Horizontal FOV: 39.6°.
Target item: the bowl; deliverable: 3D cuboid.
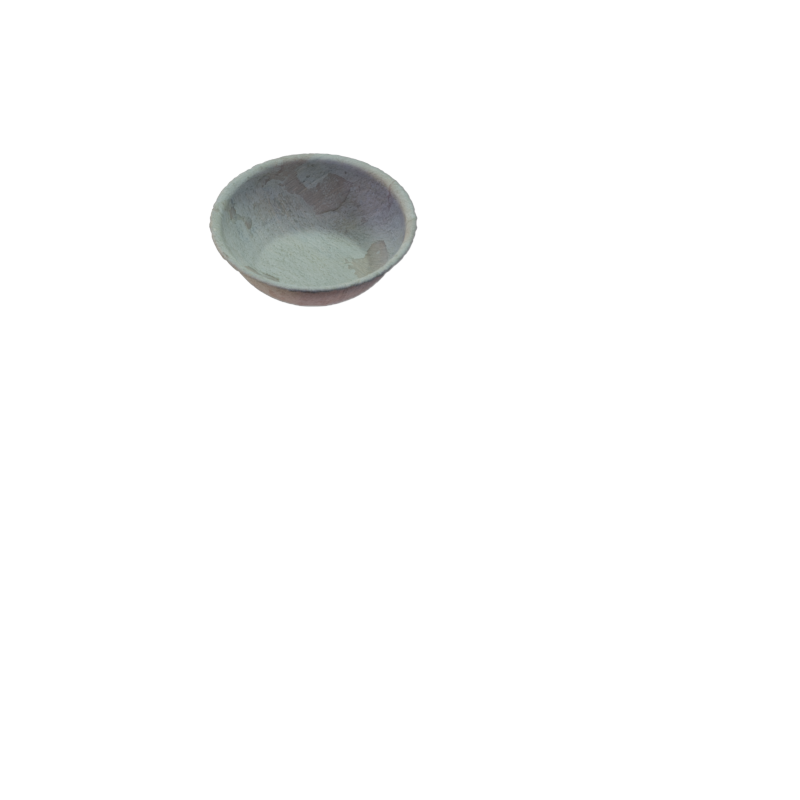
[{"bbox_3d":[-0.069,-0.126,0.882,0.162,0.174,0.051,-1,-43,-1],"label":"bowl"}]
